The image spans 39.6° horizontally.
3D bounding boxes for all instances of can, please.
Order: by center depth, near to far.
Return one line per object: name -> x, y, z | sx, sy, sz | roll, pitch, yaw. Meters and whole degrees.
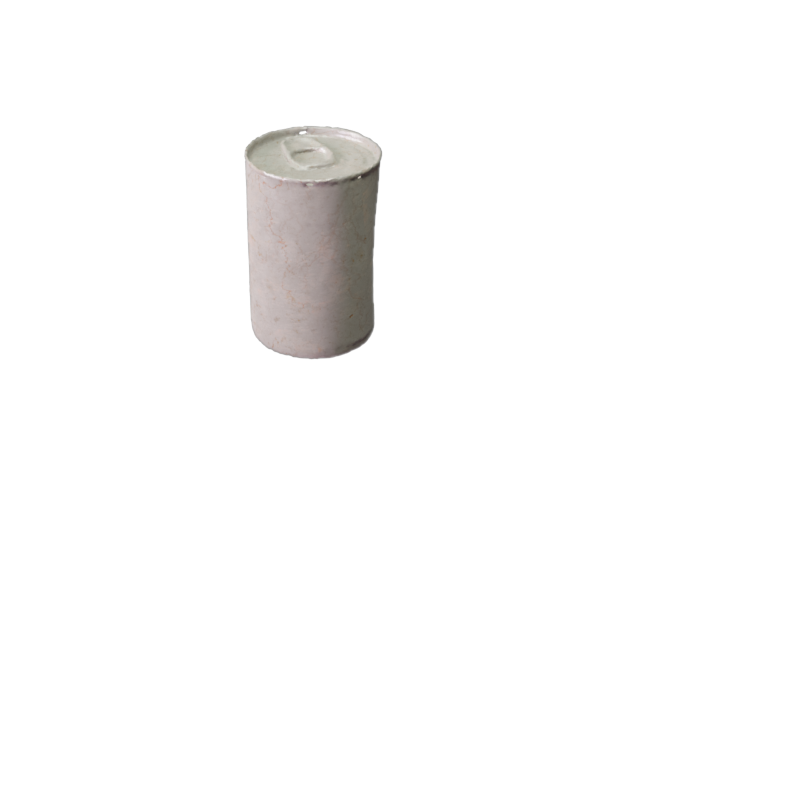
can -> -0.045, -0.081, 0.569 | 0.068, 0.096, 0.073 | 0, 31, -3
